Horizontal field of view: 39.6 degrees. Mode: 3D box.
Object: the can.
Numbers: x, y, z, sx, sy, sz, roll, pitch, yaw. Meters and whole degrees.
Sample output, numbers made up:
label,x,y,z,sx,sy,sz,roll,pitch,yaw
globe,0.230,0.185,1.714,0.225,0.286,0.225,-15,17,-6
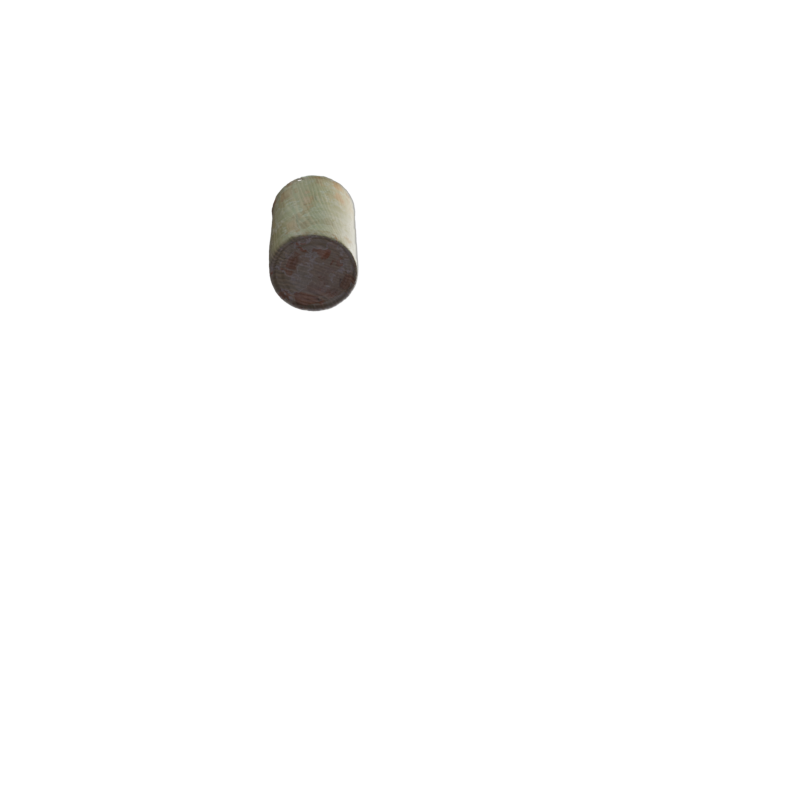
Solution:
label,x,y,z,sx,sy,sz,roll,pitch,yaw
can,-0.067,-0.122,0.857,0.068,0.064,0.109,-1,32,-3
